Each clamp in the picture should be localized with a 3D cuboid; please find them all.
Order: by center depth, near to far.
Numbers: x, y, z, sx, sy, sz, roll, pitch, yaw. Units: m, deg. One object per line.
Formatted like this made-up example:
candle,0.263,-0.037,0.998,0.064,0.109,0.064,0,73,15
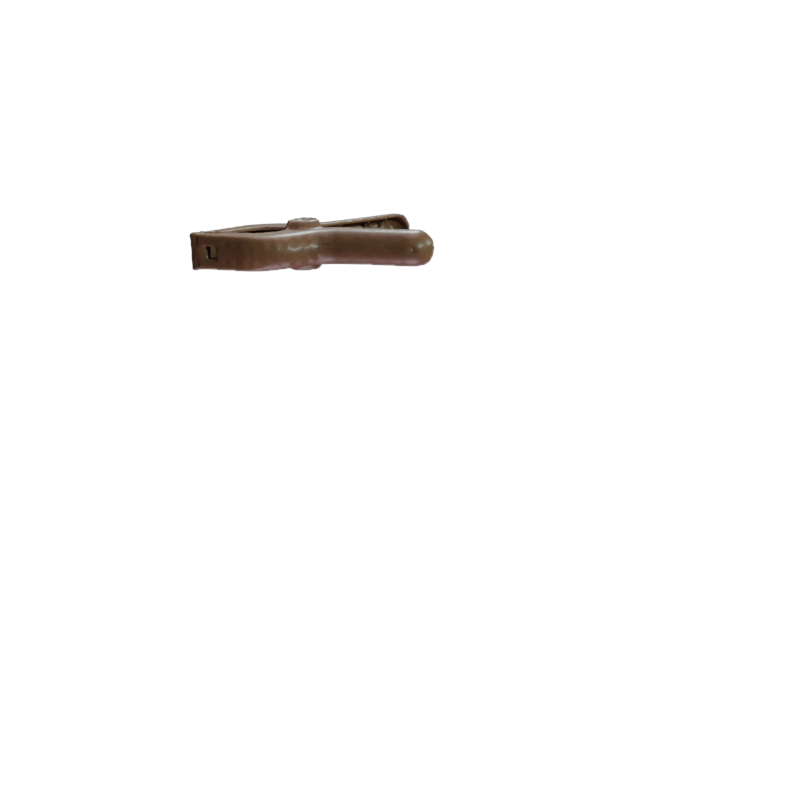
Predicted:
clamp,-0.063,-0.115,0.804,0.172,0.039,0.121,1,10,3
